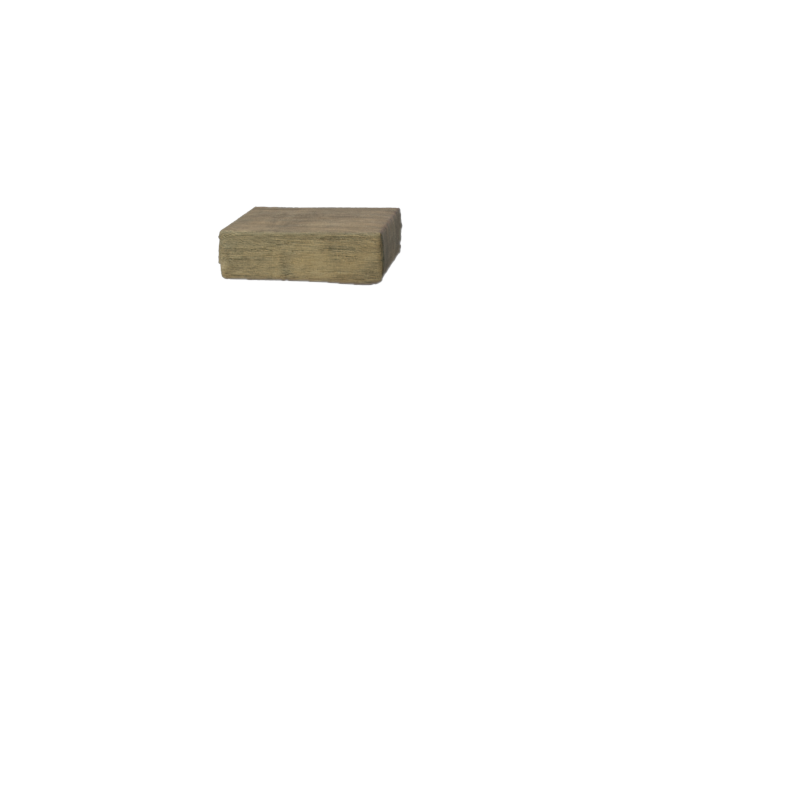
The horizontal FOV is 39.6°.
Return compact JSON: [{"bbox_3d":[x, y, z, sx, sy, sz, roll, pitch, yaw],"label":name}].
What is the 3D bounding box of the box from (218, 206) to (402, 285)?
[{"bbox_3d":[-0.060,-0.110,0.771,0.115,0.037,0.092,4,20,10],"label":"box"}]
